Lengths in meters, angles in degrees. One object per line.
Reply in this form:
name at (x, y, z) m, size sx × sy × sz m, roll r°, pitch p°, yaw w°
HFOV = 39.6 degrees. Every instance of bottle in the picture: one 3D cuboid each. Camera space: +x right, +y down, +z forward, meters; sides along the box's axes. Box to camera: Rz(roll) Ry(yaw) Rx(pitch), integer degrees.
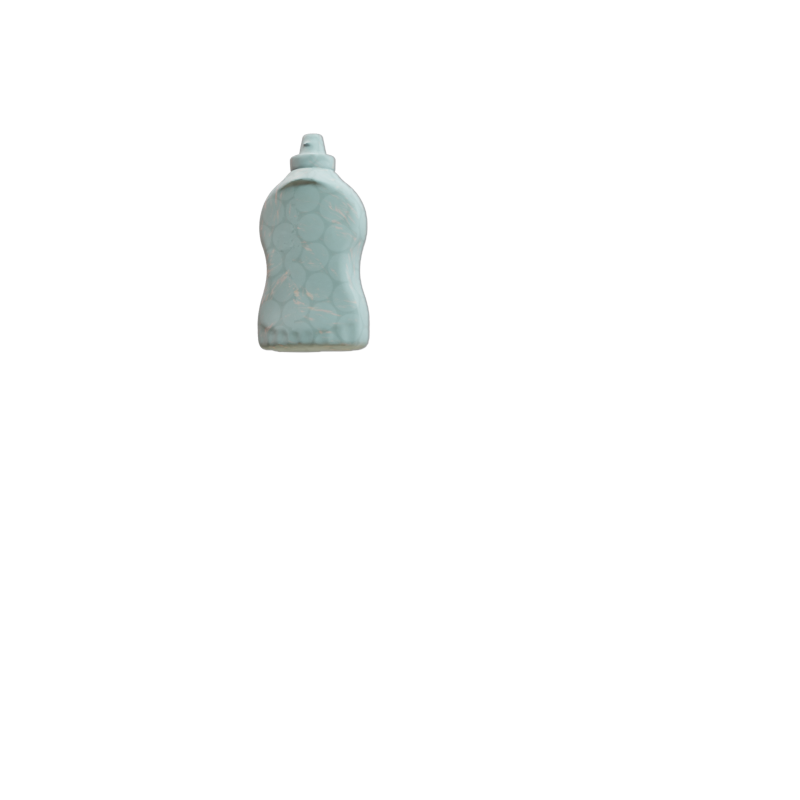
bottle at (-0.077, -0.139, 0.976) m, size 0.098 × 0.196 × 0.056 m, roll -3°, pitch -9°, yaw 21°
